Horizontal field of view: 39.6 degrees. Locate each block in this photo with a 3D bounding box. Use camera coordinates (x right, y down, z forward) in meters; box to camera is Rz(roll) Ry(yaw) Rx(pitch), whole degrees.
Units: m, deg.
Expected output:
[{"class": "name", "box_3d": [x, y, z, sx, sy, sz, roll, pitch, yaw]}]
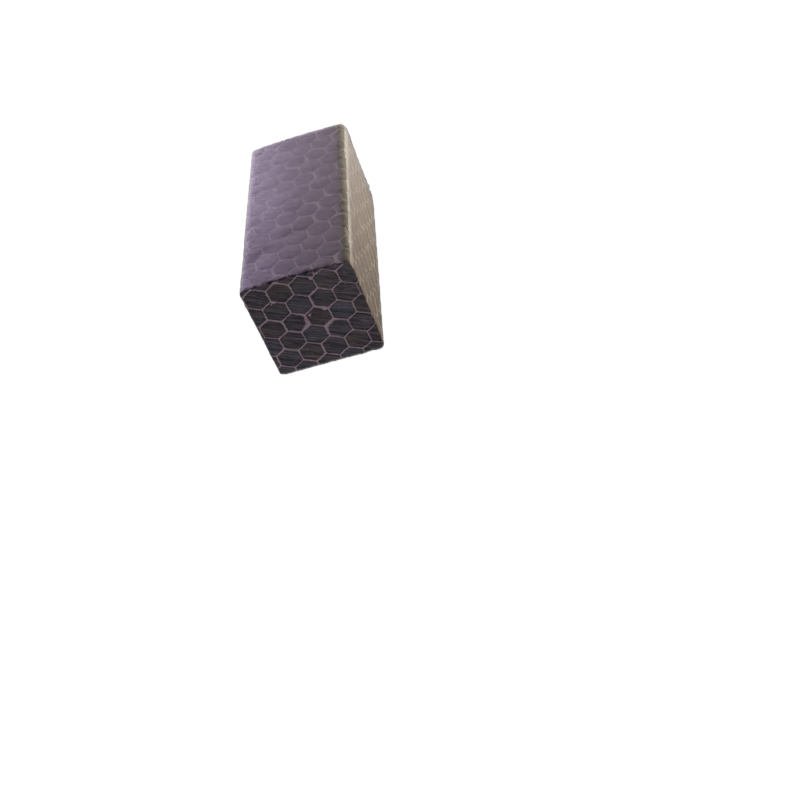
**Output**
[{"class": "block", "box_3d": [-0.072, -0.133, 0.925, 0.091, 0.084, 0.221, -16, 39, 9]}]
